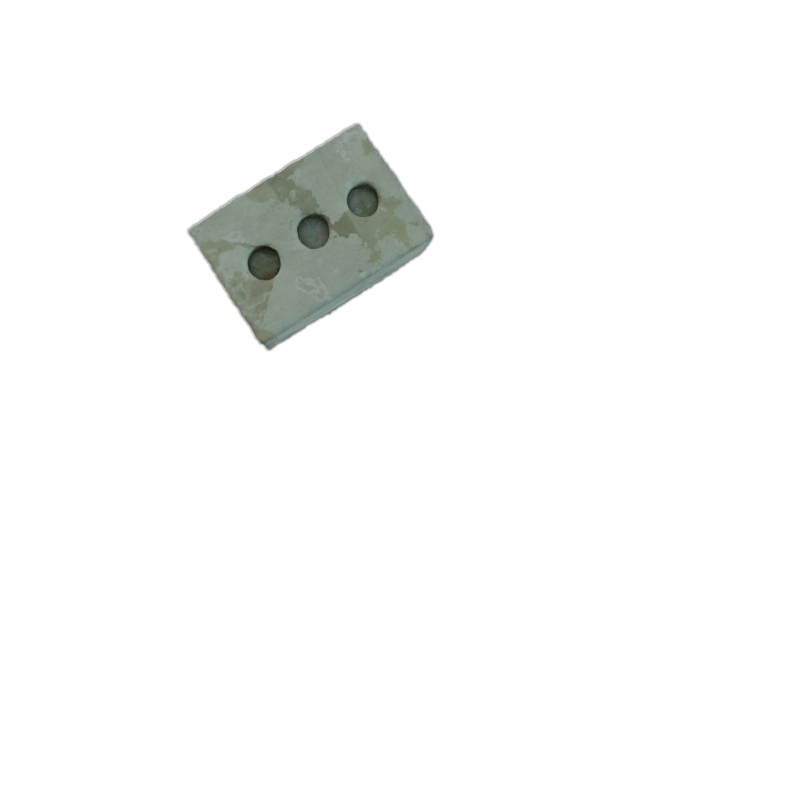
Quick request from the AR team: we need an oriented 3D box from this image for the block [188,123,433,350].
[{"bbox_3d":[-0.034,-0.062,0.431,0.078,0.054,0.050,-34,-3,-5],"label":"block"}]
